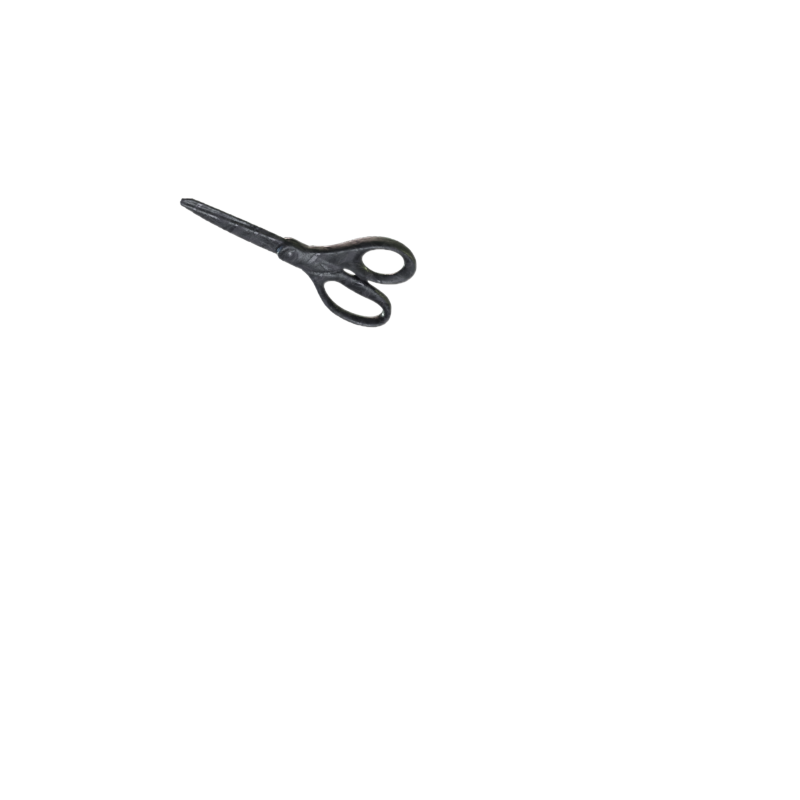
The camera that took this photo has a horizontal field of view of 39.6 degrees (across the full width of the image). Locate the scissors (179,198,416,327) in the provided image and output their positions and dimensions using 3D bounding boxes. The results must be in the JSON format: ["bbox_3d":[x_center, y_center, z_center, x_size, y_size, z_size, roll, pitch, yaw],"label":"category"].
[{"bbox_3d":[-0.069,-0.126,0.885,0.095,0.017,0.190,-37,-59,27],"label":"scissors"}]
